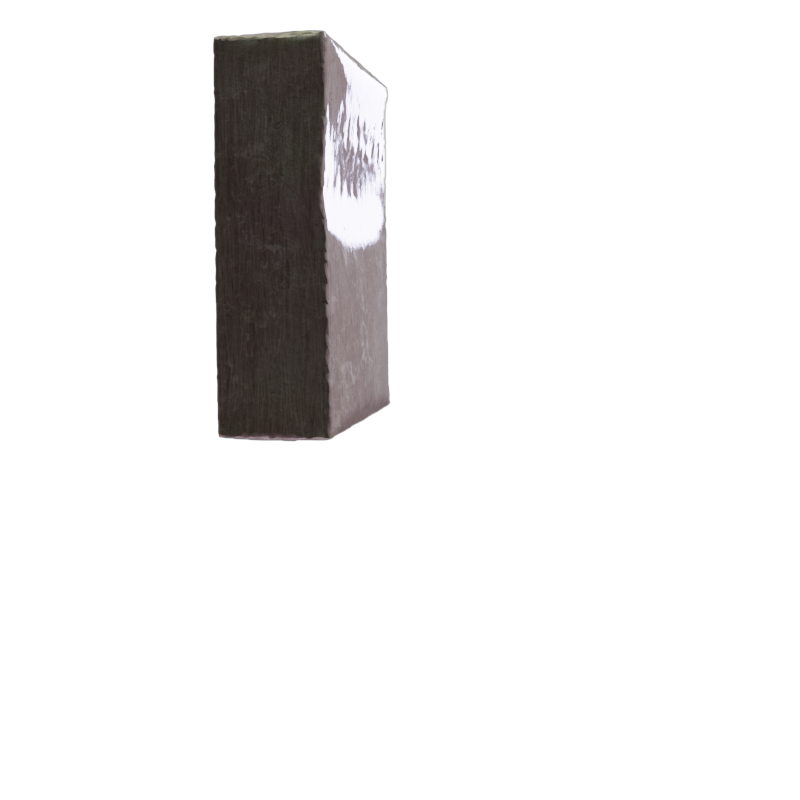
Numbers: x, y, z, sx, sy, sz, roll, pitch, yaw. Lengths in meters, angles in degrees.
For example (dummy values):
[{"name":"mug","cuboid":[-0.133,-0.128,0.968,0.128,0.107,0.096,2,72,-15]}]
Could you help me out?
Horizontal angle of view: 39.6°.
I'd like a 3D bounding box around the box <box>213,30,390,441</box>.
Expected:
[{"name":"box","cuboid":[-0.051,-0.093,0.651,0.073,0.215,0.161,-1,0,11]}]
